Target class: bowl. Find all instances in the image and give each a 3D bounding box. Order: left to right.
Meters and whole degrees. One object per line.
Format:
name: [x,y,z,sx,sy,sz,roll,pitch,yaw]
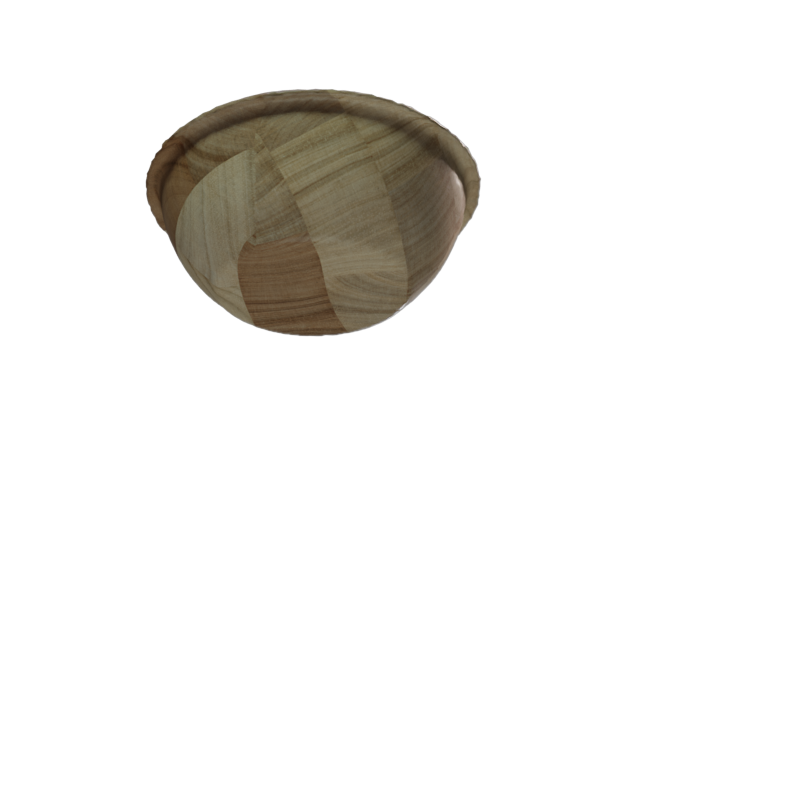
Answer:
bowl: [-0.041,-0.075,0.524,0.162,0.058,0.153,1,-26,-2]
